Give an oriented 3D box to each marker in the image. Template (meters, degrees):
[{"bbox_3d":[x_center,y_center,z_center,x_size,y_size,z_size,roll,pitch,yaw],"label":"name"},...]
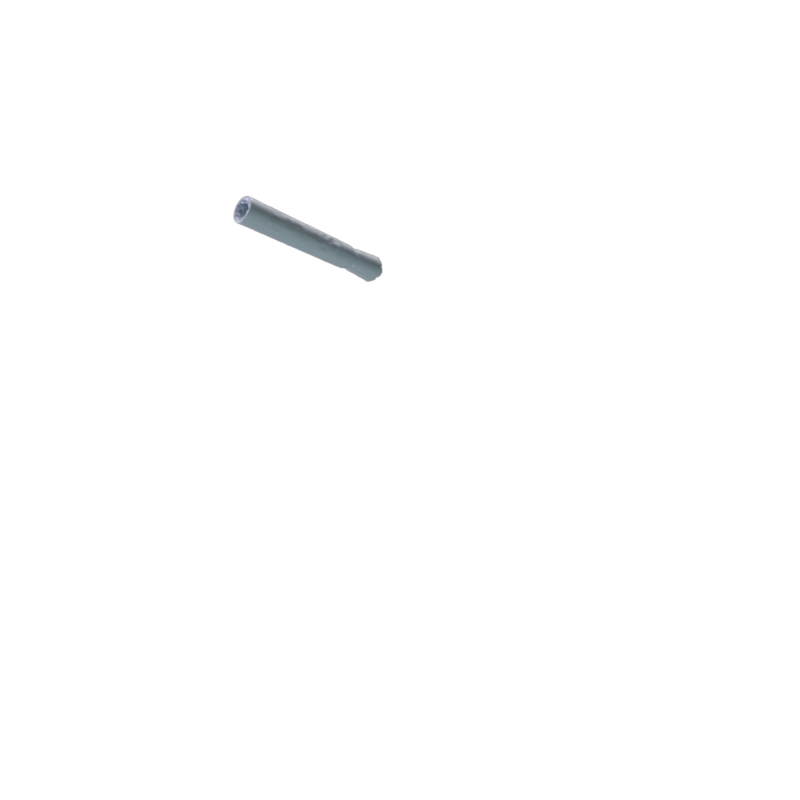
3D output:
[{"bbox_3d":[-0.058,-0.105,0.735,0.114,0.020,0.021,21,-10,-37],"label":"marker"}]
